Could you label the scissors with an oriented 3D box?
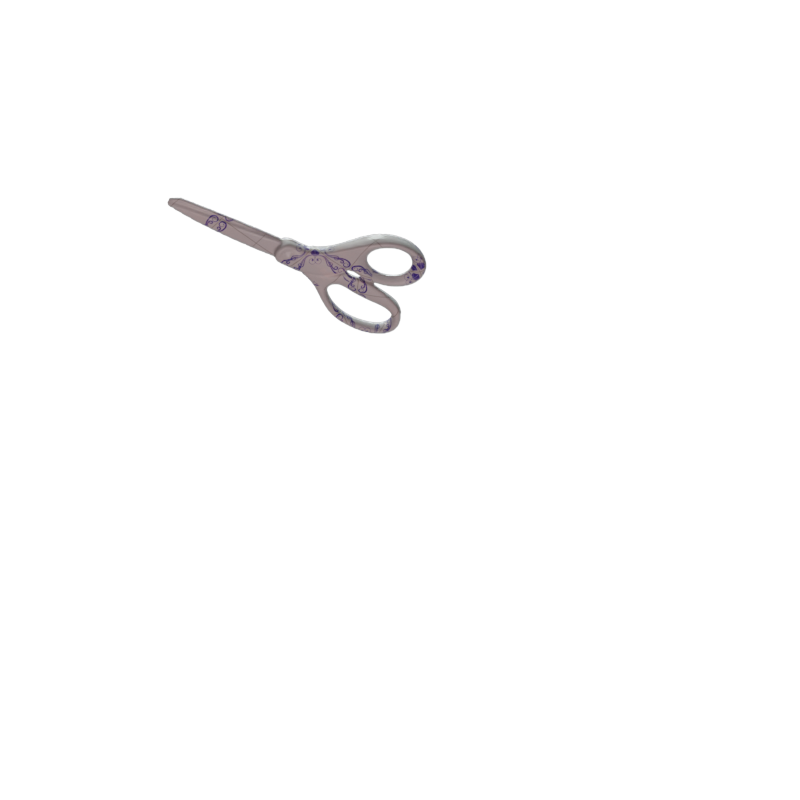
[{"bbox_3d":[-0.064,-0.117,0.820,0.191,0.017,0.095,37,-60,-25],"label":"scissors"}]
